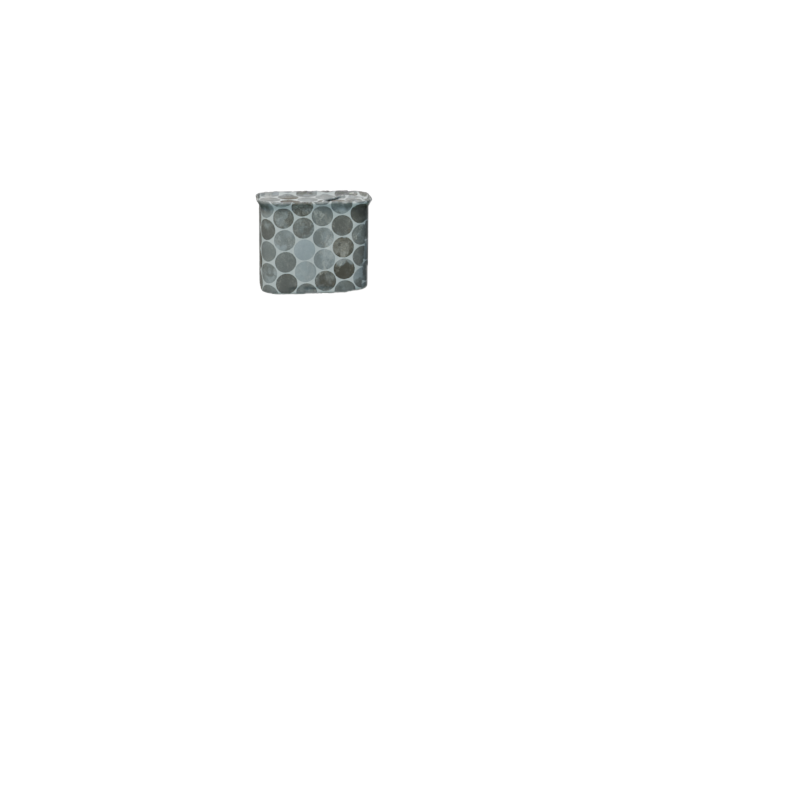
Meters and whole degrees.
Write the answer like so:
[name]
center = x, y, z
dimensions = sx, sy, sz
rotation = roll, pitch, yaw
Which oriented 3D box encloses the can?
[can]
center = -0.077, -0.142, 0.991
dimensions = 0.101, 0.081, 0.060
rotation = -2, 15, -7
